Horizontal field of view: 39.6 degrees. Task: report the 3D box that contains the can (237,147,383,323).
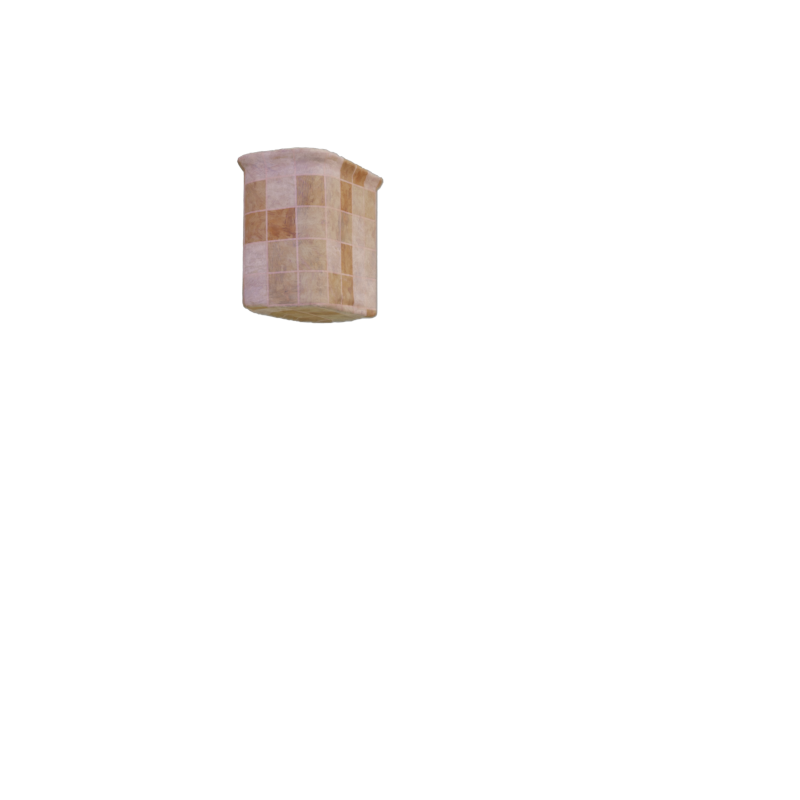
[{"bbox_3d":[-0.049,-0.089,0.623,0.059,0.085,0.098,-3,-5,22],"label":"can"}]
